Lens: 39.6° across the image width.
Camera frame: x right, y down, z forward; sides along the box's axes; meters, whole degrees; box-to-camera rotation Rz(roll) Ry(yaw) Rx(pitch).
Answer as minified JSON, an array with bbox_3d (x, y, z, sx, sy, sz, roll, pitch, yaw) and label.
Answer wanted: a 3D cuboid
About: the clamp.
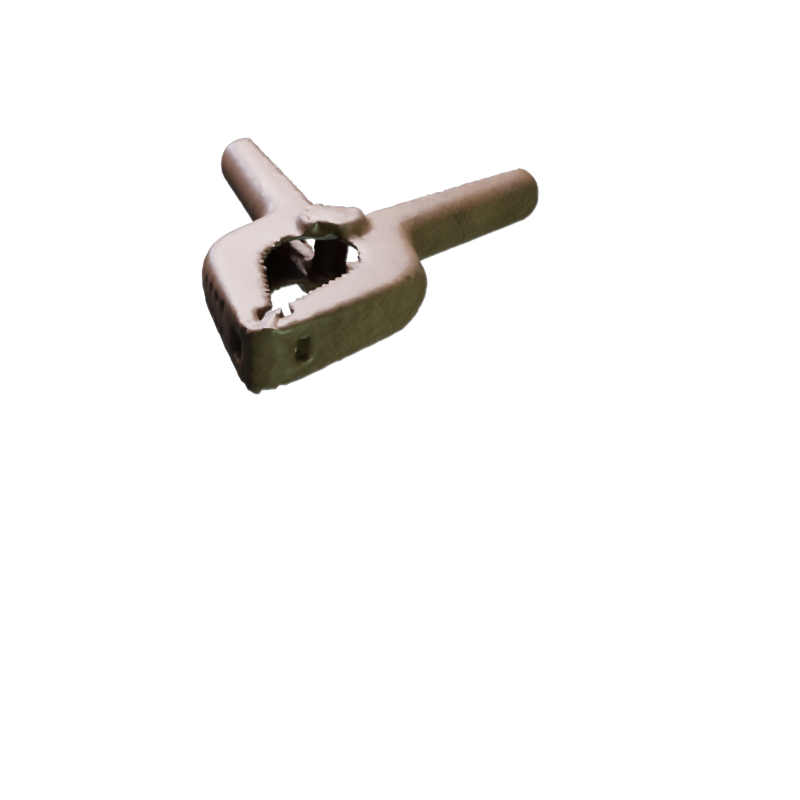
[{"bbox_3d":[-0.039,-0.071,0.499,0.170,0.034,0.216,11,33,17],"label":"clamp"}]
